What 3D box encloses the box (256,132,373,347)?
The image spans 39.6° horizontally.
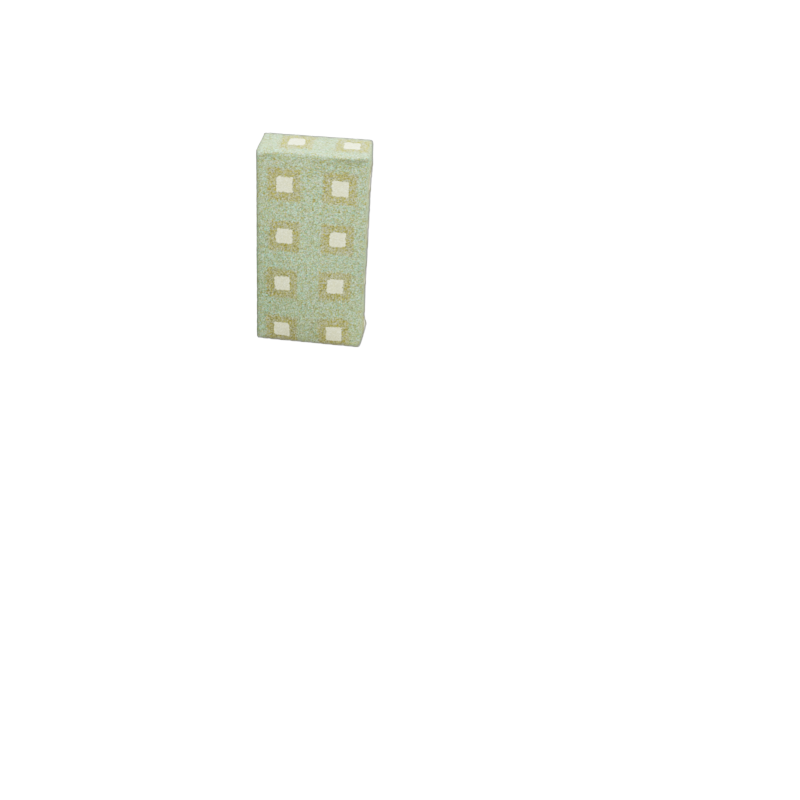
[{"bbox_3d":[-0.073,-0.132,0.925,0.094,0.166,0.051,5,32,5],"label":"box"}]
